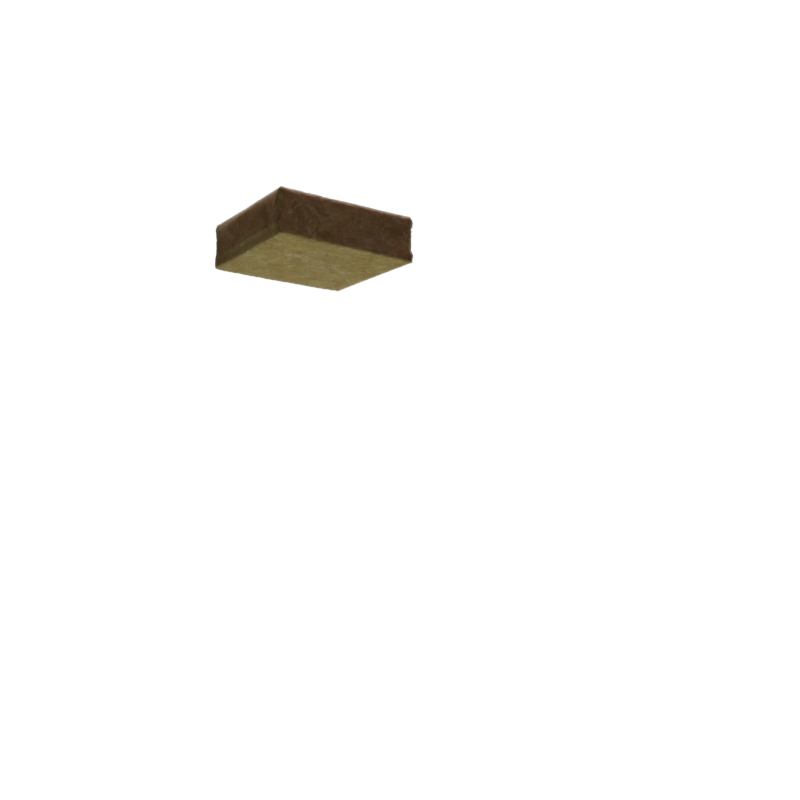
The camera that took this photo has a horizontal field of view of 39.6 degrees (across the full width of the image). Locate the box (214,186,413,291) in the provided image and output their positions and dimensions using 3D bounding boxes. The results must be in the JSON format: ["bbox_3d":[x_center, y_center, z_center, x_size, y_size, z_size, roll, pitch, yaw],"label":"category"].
[{"bbox_3d":[-0.049,-0.089,0.624,0.085,0.031,0.074,8,-14,-33],"label":"box"}]
